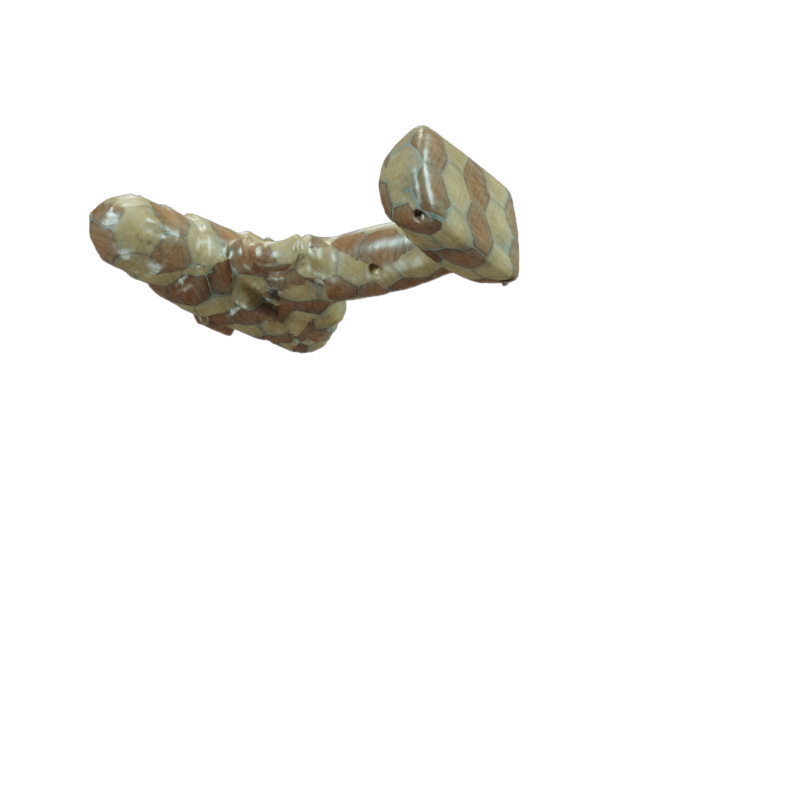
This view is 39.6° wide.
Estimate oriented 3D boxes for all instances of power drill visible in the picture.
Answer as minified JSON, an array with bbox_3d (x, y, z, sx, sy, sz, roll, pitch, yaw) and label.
[{"bbox_3d":[-0.047,-0.085,0.595,0.191,0.060,0.173,-13,-22,34],"label":"power drill"}]
